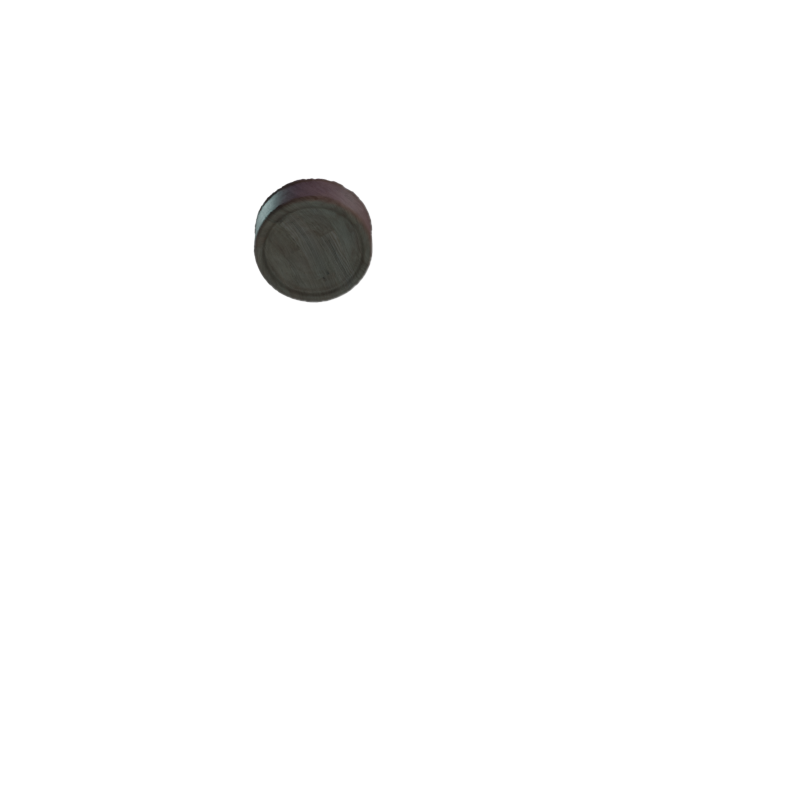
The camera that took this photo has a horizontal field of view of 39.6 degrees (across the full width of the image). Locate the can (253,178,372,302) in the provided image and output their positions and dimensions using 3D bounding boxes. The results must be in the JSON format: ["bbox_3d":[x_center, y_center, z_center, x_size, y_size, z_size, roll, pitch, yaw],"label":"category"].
[{"bbox_3d":[-0.062,-0.114,0.795,0.086,0.081,0.036,1,30,-1],"label":"can"}]
